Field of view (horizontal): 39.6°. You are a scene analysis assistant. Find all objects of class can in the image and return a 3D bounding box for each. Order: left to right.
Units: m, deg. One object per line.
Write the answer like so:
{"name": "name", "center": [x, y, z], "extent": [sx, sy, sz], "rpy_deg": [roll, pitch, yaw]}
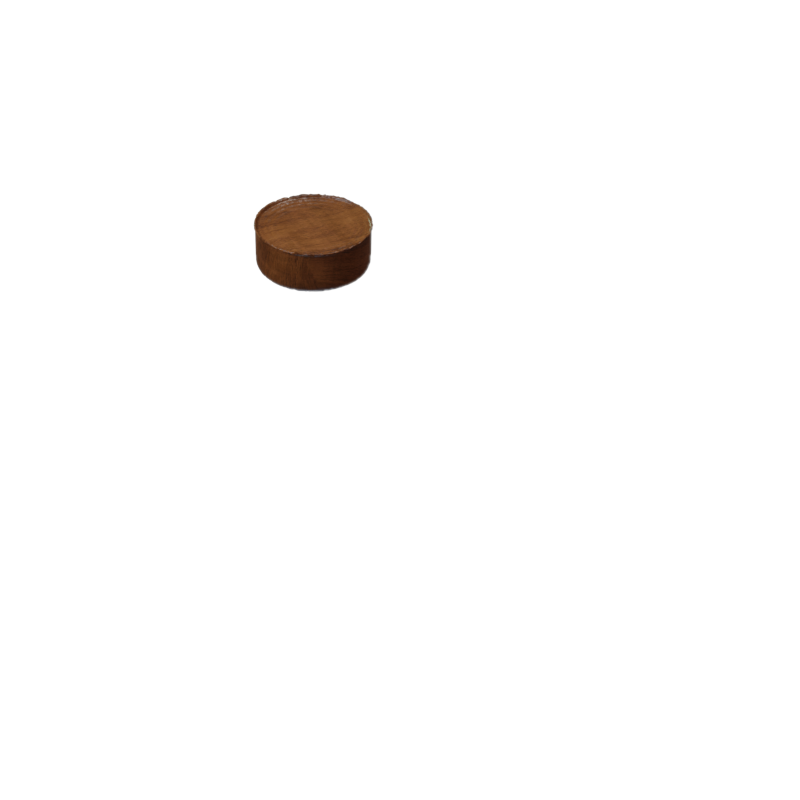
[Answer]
{"name": "can", "center": [-0.063, -0.115, 0.805], "extent": [0.086, 0.031, 0.092], "rpy_deg": [-1, 37, -2]}
